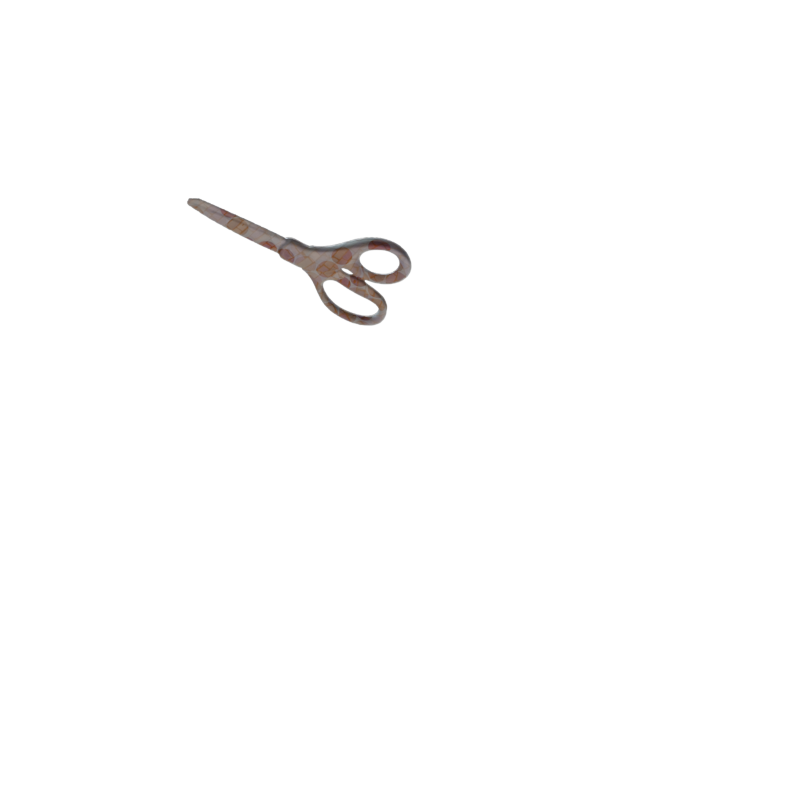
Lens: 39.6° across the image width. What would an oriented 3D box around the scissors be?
[{"bbox_3d":[-0.073,-0.133,0.930,0.095,0.017,0.190,-37,-61,25],"label":"scissors"}]
